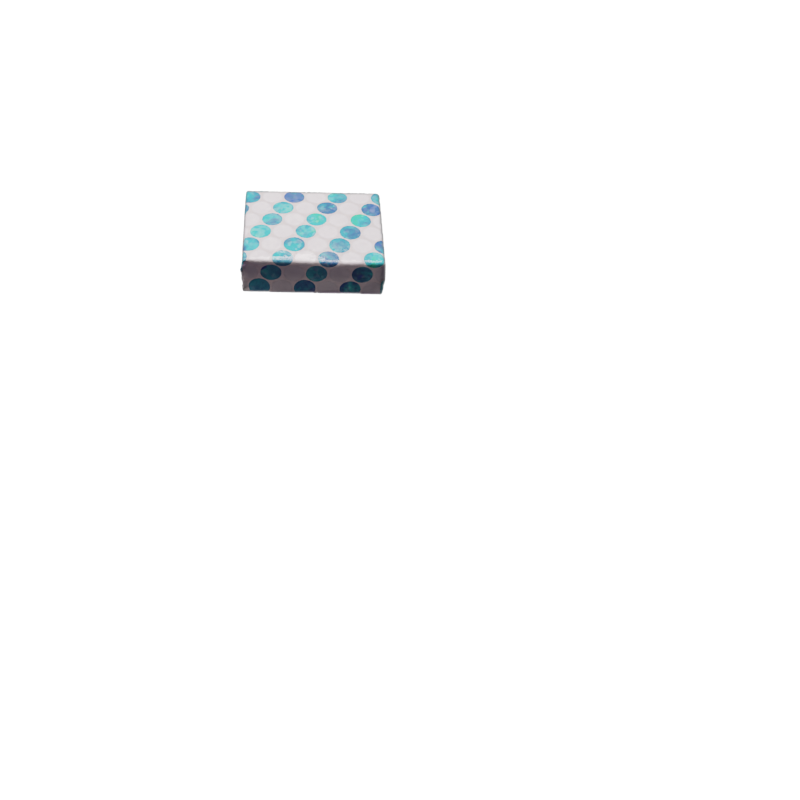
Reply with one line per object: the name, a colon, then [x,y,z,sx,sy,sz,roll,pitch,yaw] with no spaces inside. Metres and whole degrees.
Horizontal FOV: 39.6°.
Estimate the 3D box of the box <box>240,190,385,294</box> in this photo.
box: [-0.070,-0.127,0.889,0.113,0.036,0.096,-1,43,-2]
